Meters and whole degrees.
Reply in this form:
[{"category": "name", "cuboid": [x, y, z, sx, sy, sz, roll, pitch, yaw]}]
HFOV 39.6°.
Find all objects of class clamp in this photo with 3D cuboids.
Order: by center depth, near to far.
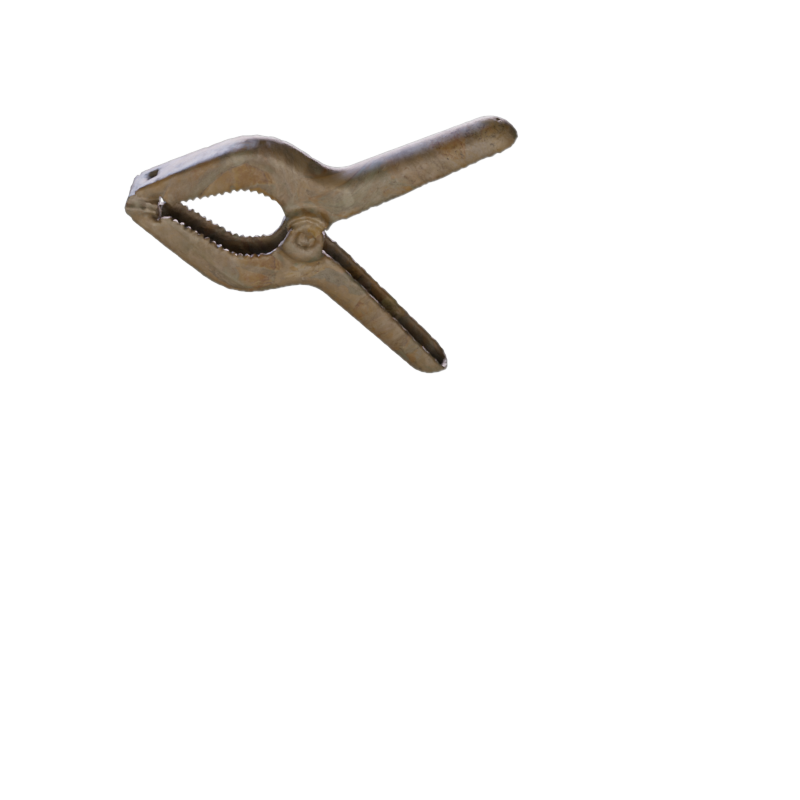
[{"category": "clamp", "cuboid": [-0.049, -0.090, 0.630, 0.209, 0.155, 0.039, 4, 30, -3]}]
